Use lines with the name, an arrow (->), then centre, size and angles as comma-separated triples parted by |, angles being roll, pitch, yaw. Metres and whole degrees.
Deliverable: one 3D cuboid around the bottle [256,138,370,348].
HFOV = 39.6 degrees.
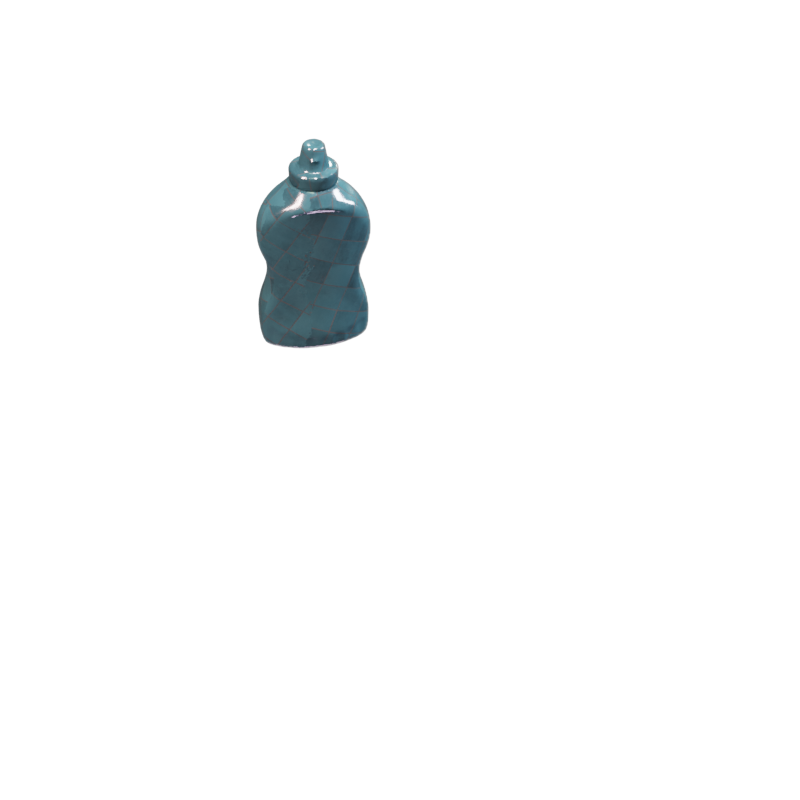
bottle -> -0.074, -0.134, 0.942 | 0.095, 0.179, 0.063 | -4, 38, -9
